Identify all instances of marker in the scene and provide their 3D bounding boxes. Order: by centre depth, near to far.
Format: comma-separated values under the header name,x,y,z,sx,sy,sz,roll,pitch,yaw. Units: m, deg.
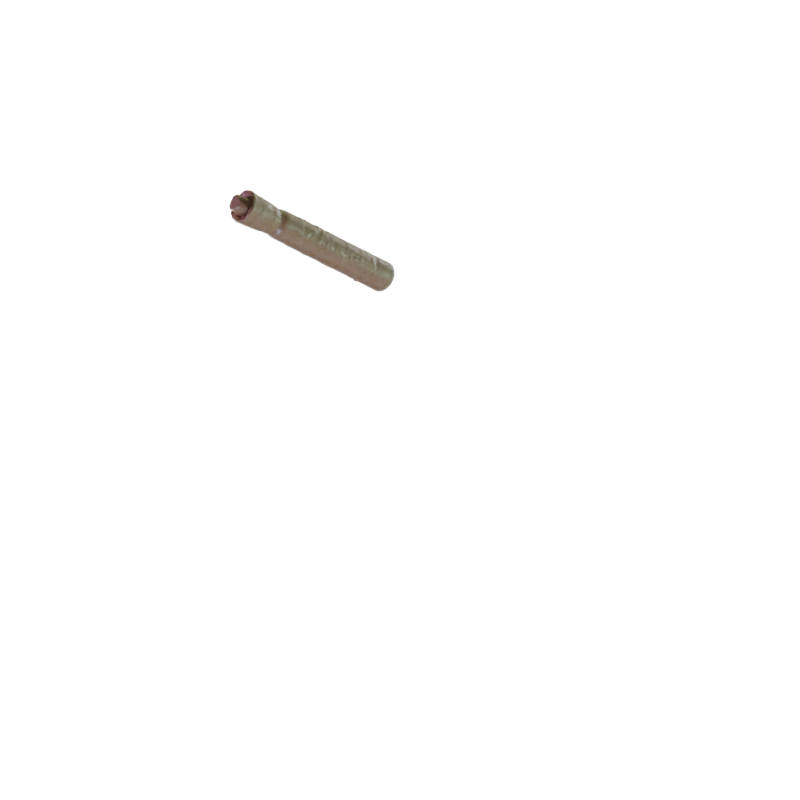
name,x,y,z,sx,sy,sz,roll,pitch,yaw
marker,-0.050,-0.091,0.636,0.113,0.020,0.021,22,-12,-41
